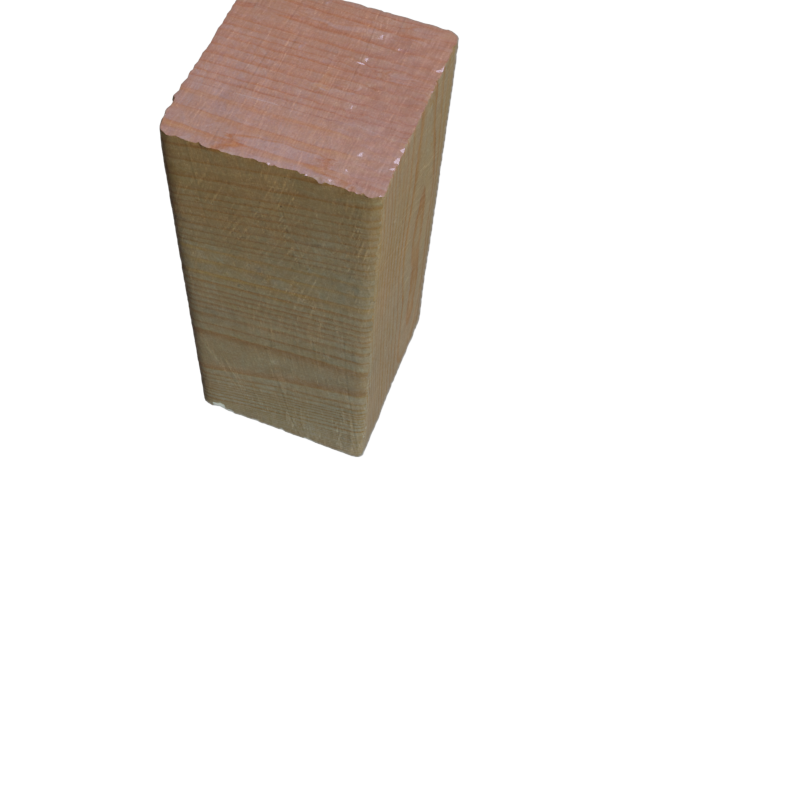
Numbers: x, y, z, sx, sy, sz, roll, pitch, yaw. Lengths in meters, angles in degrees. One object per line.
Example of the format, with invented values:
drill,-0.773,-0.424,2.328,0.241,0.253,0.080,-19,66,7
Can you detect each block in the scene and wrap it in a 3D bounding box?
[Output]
block,-0.039,-0.071,0.493,0.092,0.095,0.193,19,-30,7
